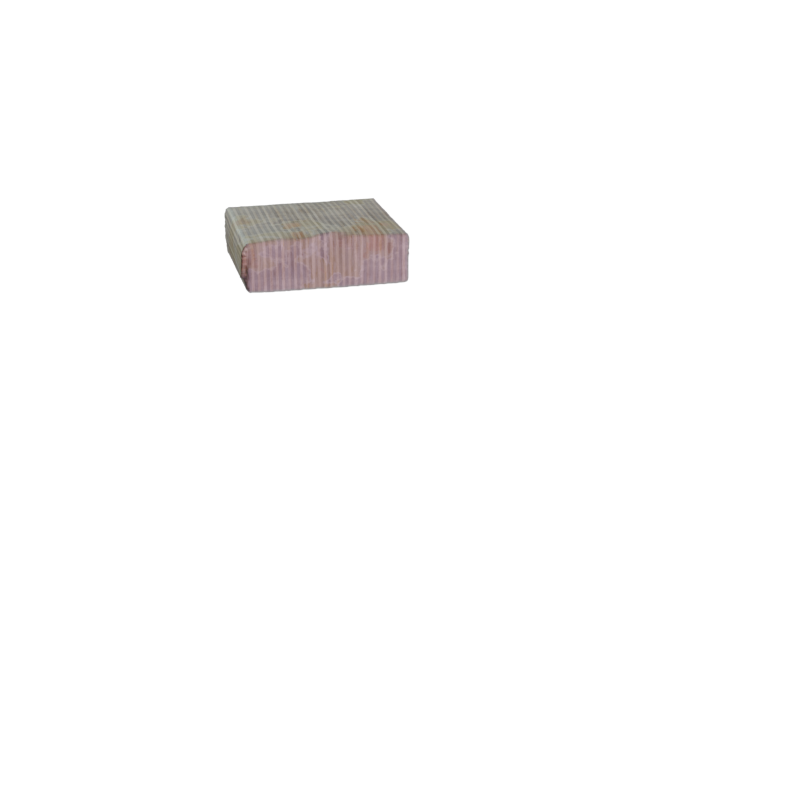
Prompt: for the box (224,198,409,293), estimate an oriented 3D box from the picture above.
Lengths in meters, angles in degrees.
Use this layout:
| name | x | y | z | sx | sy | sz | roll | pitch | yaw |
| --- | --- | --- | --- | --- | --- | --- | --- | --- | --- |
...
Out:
| name | x | y | z | sx | sy | sz | roll | pitch | yaw |
| --- | --- | --- | --- | --- | --- | --- | --- | --- | --- |
| box | -0.047 | -0.086 | 0.602 | 0.088 | 0.029 | 0.078 | -5 | 24 | -12 |
